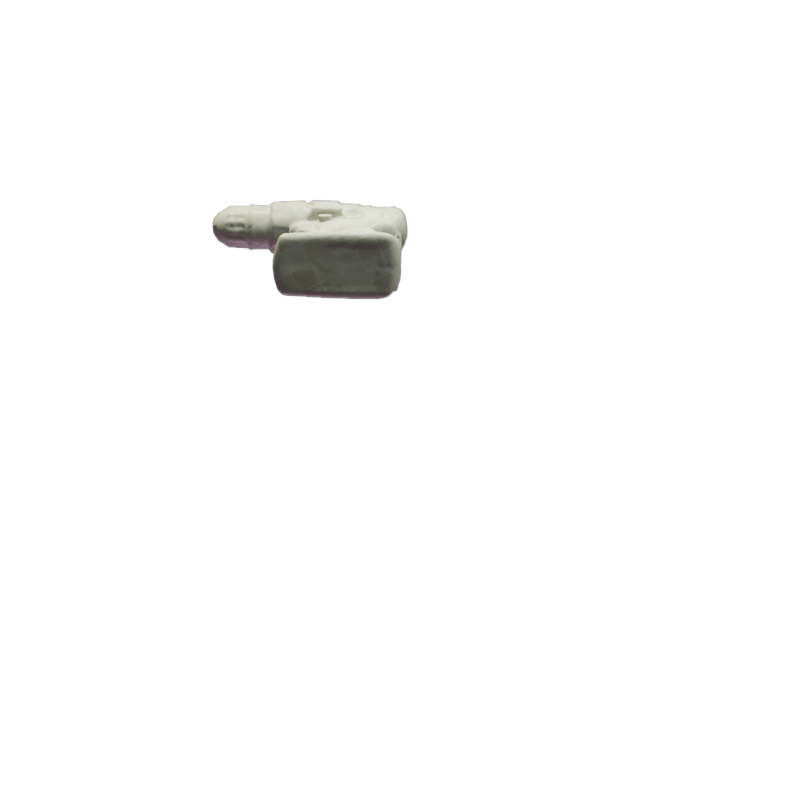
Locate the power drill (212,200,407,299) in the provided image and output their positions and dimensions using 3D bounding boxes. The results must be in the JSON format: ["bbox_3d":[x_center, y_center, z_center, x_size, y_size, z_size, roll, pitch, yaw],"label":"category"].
[{"bbox_3d":[-0.077,-0.141,0.985,0.183,0.055,0.196,-2,20,-5],"label":"power drill"}]
